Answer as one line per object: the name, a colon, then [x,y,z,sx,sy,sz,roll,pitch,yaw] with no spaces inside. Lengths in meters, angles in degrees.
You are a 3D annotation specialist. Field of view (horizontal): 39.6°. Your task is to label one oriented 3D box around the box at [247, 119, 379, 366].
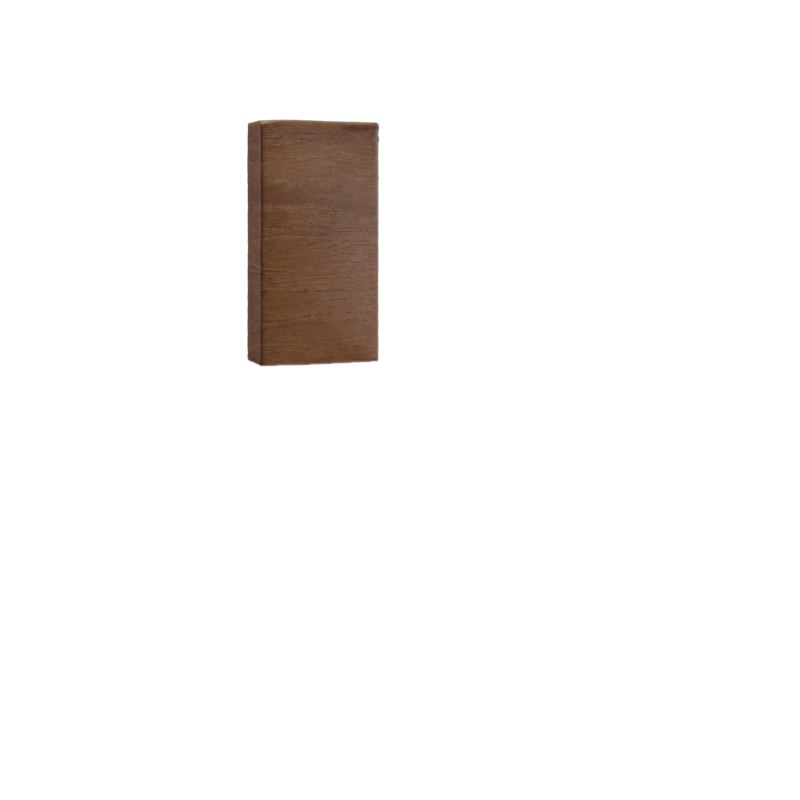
box: [-0.064,-0.116,0.813,0.091,0.175,0.050,-2,4,-19]
